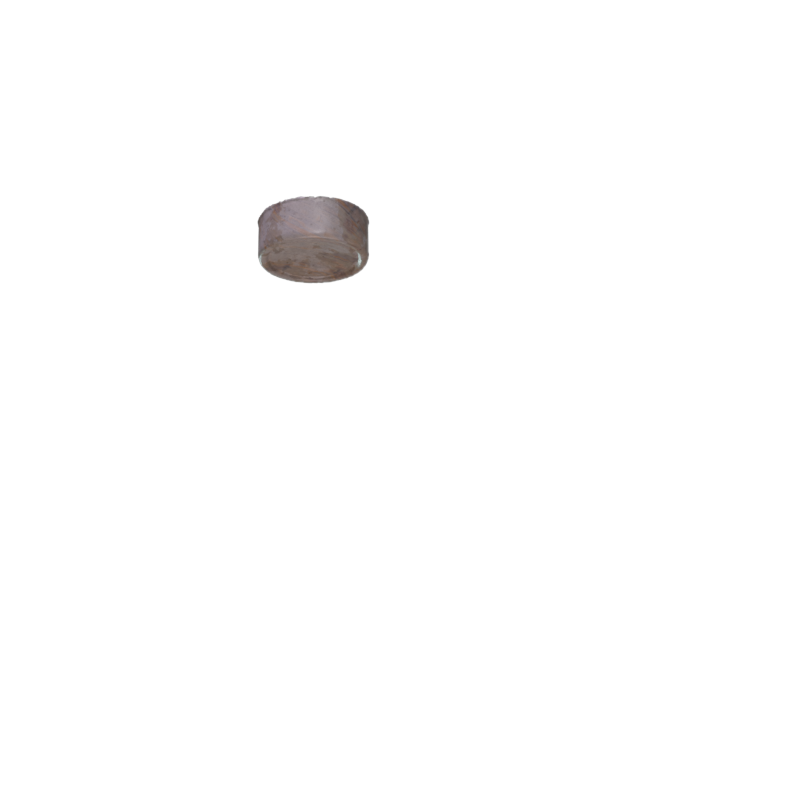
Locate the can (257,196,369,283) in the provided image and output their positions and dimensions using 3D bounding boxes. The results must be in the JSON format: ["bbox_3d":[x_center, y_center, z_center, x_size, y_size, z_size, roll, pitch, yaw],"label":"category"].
[{"bbox_3d":[-0.066,-0.121,0.847,0.086,0.035,0.082,0,-21,-2],"label":"can"}]
